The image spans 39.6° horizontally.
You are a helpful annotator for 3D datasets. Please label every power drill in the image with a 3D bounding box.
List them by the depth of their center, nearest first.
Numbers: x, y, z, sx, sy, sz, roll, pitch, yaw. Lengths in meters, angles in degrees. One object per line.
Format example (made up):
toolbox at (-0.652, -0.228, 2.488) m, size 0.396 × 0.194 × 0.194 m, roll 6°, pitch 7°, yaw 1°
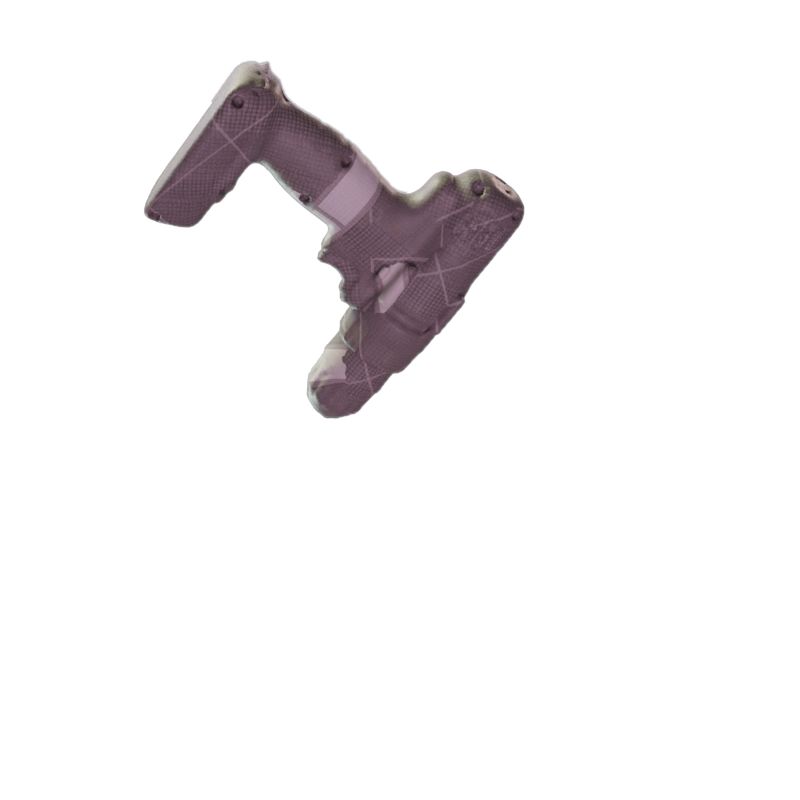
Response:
power drill at (-0.050, -0.092, 0.645) m, size 0.181 × 0.180 × 0.061 m, roll 32°, pitch 21°, yaw -15°
